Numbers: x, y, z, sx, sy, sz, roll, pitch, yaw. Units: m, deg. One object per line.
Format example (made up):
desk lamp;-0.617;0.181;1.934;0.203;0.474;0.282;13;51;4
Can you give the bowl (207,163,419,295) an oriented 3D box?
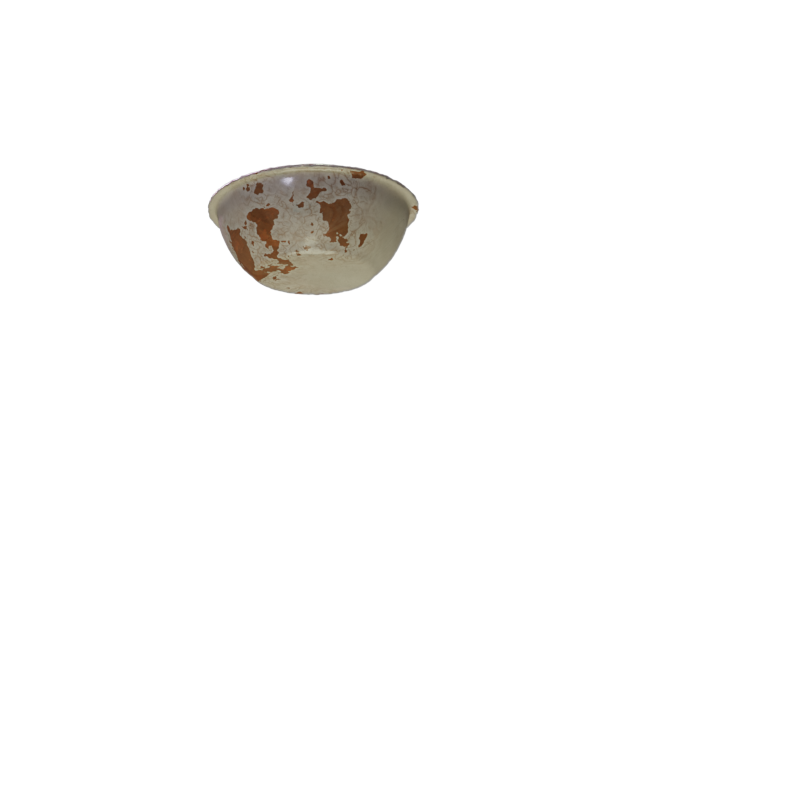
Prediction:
bowl;-0.066;-0.120;0.841;0.162;0.057;0.155;0;-15;-2
